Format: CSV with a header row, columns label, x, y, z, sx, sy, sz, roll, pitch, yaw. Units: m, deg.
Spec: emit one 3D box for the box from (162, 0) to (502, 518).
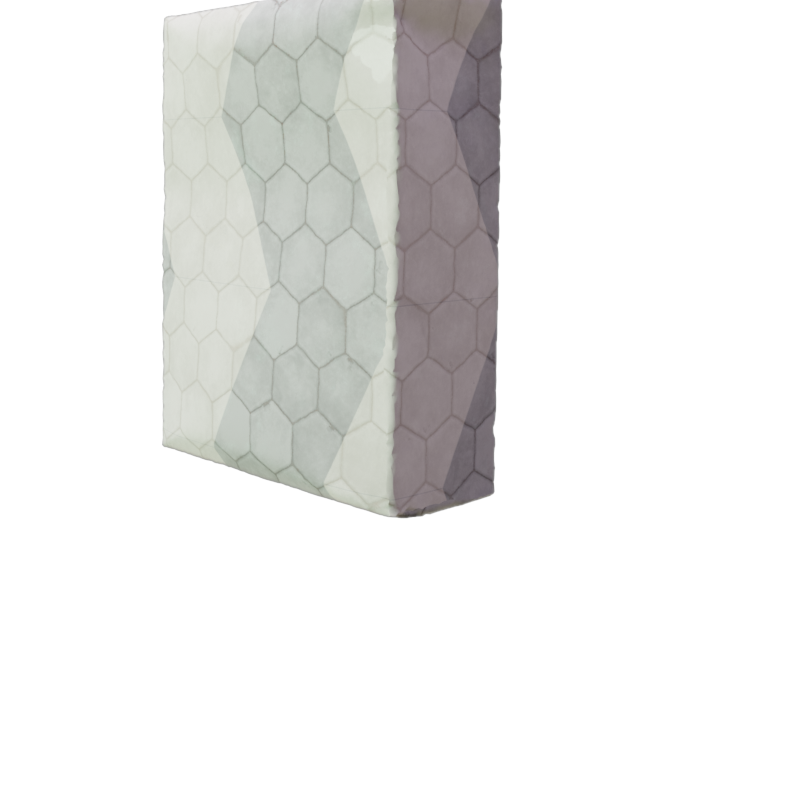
label,x,y,z,sx,sy,sz,roll,pitch,yaw
box,-0.039,-0.072,0.501,0.069,0.211,0.172,-5,9,-43
